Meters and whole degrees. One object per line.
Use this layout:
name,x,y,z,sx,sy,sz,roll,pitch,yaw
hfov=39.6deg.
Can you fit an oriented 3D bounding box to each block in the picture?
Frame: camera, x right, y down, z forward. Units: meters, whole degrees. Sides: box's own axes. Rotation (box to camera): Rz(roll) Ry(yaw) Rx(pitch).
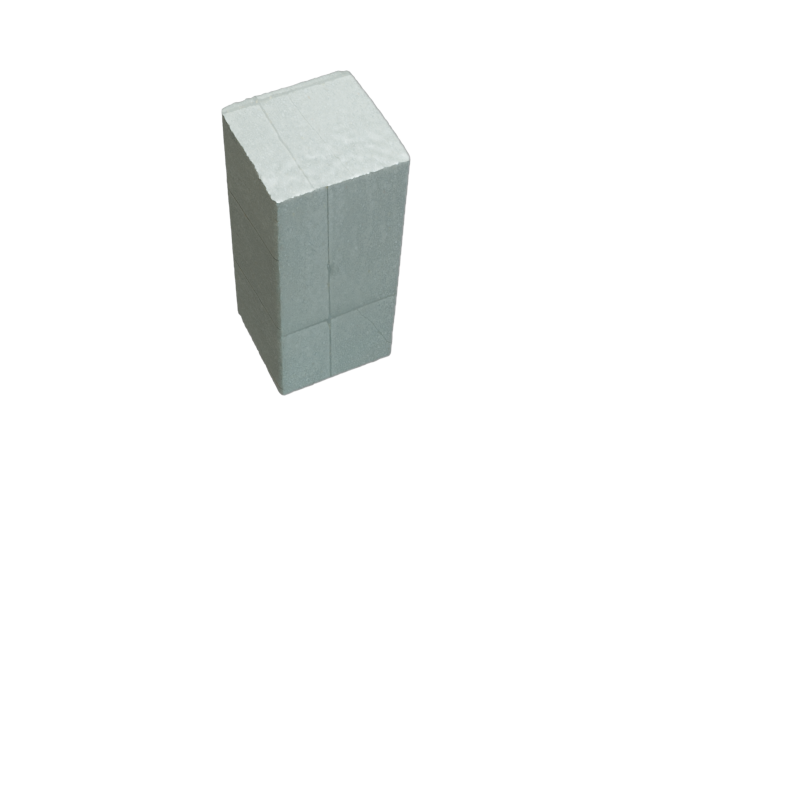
block,-0.058,-0.107,0.745,0.090,0.097,0.193,-21,-31,-17
